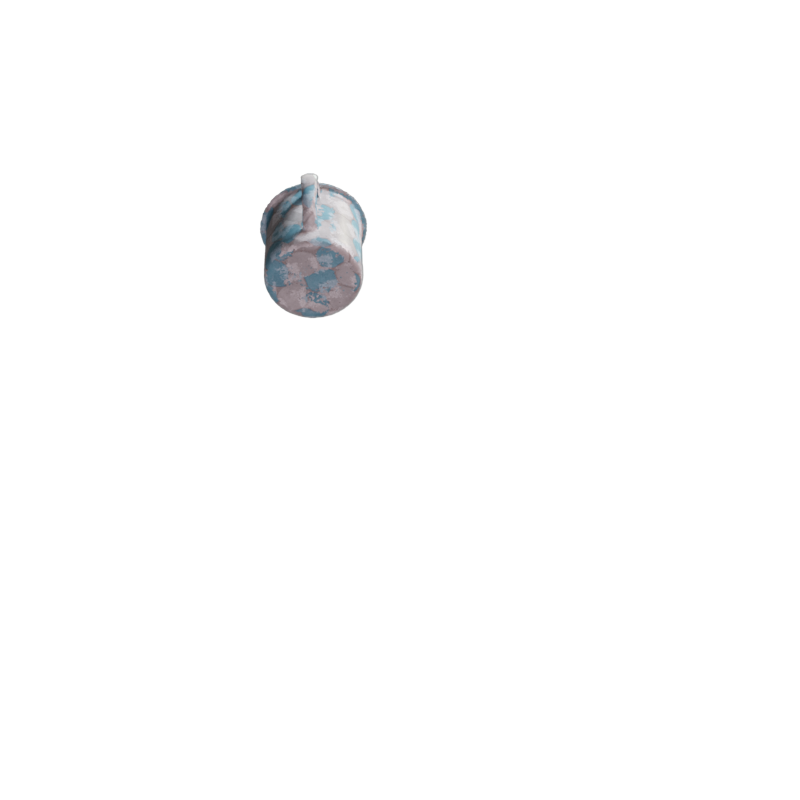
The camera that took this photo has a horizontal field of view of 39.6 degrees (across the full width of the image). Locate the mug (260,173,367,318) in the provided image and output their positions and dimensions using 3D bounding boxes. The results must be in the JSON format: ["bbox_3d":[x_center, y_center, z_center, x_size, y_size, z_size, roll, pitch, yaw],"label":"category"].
[{"bbox_3d":[-0.073,-0.132,0.926,0.093,0.110,0.087,0,37,-2],"label":"mug"}]
